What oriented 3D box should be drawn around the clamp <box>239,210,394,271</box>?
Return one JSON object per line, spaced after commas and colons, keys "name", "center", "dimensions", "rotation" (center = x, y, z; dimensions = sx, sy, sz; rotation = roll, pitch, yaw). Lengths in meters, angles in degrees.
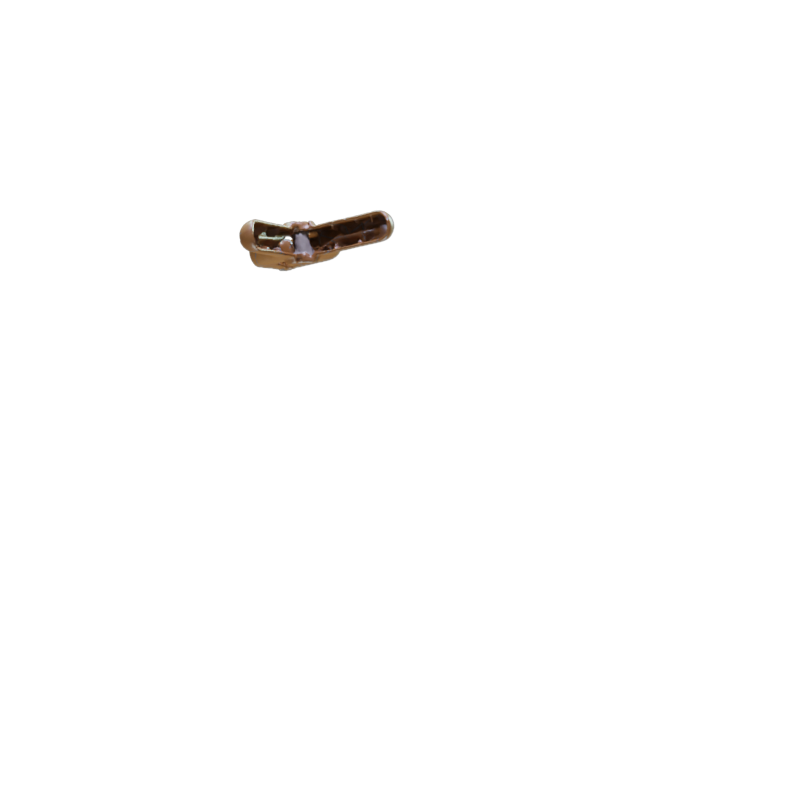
{"name": "clamp", "center": [-0.072, -0.131, 0.918], "dimensions": [0.119, 0.039, 0.172], "rotation": [0, 3, -6]}
